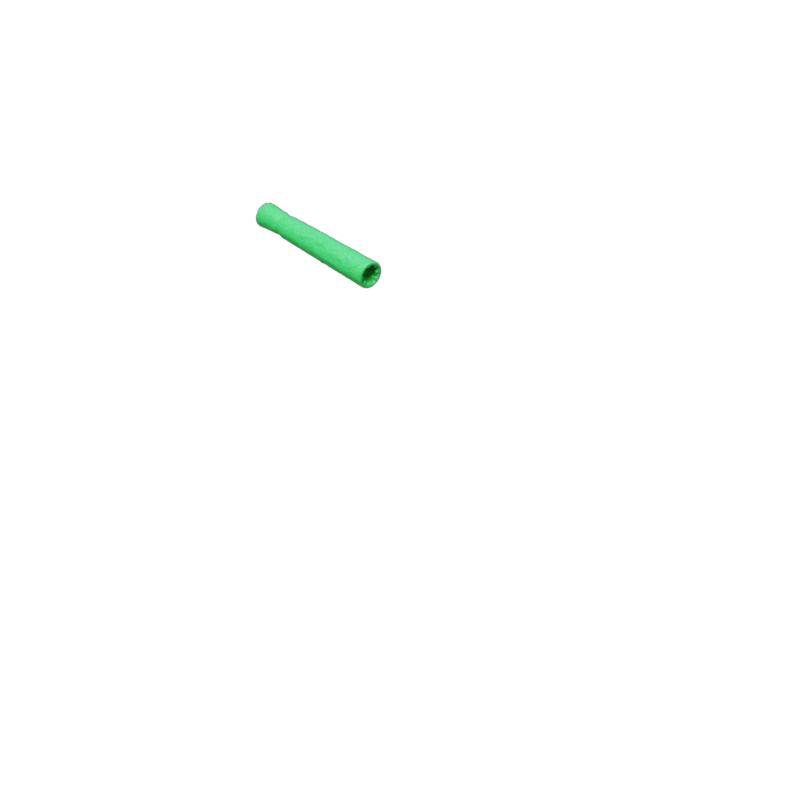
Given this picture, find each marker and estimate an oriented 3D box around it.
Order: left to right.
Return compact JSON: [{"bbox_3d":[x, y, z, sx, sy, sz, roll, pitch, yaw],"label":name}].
[{"bbox_3d":[-0.059,-0.107,0.752,0.019,0.019,0.130,-3,27,-42],"label":"marker"}]
